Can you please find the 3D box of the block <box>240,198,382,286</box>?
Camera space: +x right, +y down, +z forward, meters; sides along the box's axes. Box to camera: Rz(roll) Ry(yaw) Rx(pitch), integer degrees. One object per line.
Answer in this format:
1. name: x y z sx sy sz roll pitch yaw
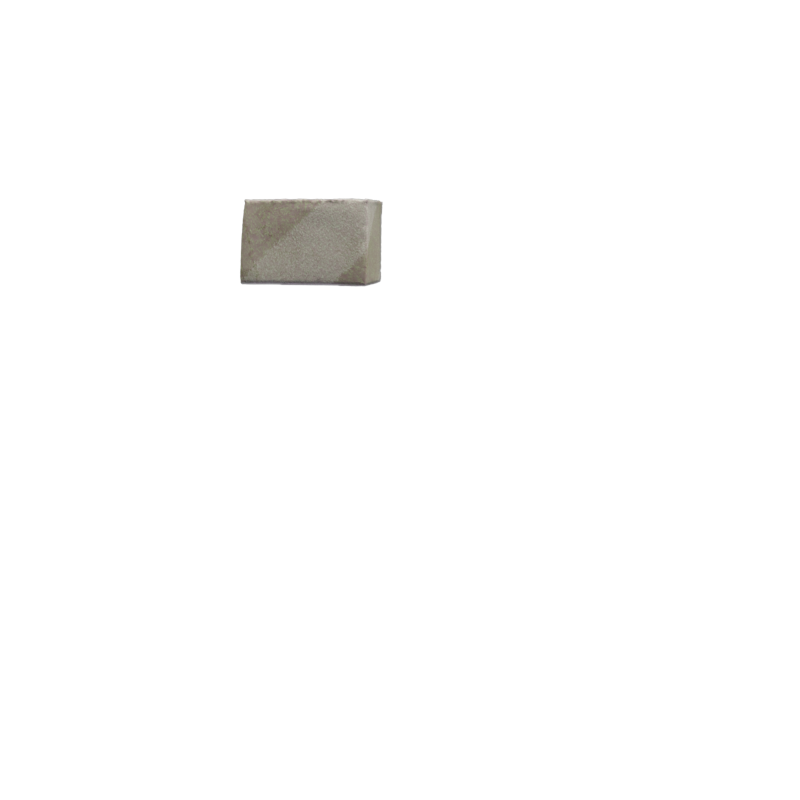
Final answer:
1. block: -0.053 -0.096 0.675 0.079 0.051 0.052 1 5 12
